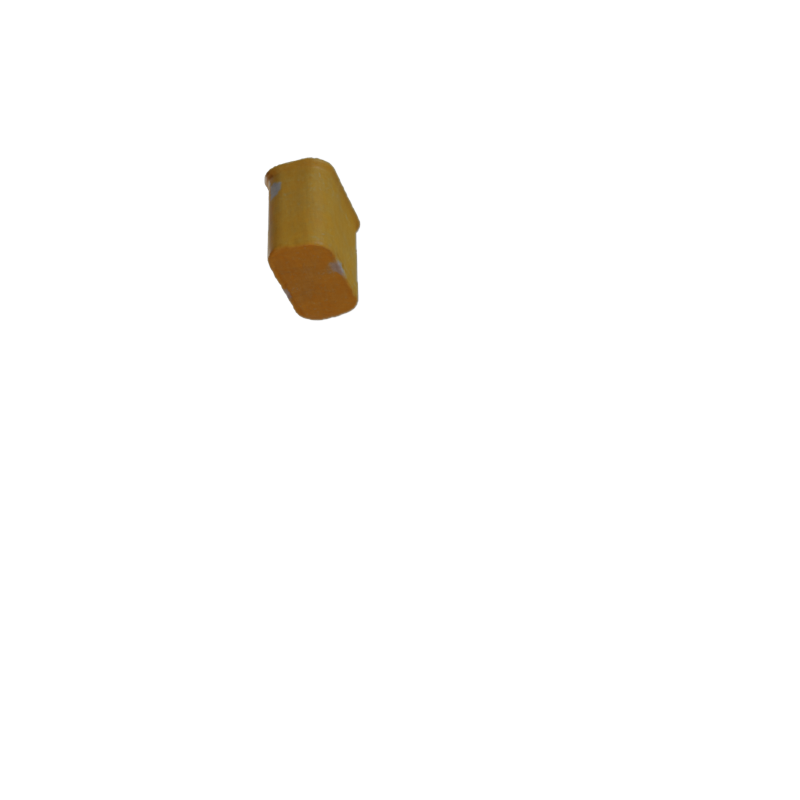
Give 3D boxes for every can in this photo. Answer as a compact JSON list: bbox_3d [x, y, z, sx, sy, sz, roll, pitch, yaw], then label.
[{"bbox_3d":[-0.068,-0.124,0.866,0.058,0.090,0.094,-11,-36,13],"label":"can"}]
